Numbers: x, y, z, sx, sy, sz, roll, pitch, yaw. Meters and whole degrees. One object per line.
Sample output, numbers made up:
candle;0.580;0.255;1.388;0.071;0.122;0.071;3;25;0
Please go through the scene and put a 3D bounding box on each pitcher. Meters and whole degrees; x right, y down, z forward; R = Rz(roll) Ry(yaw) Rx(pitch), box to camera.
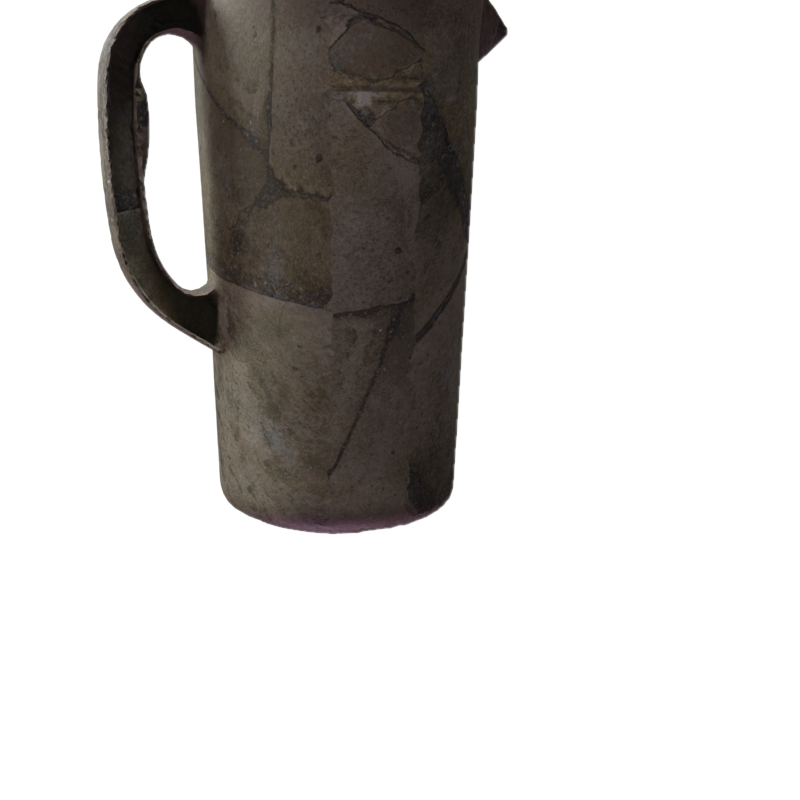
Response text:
pitcher;-0.039;-0.071;0.501;0.154;0.240;0.143;3;7;22
